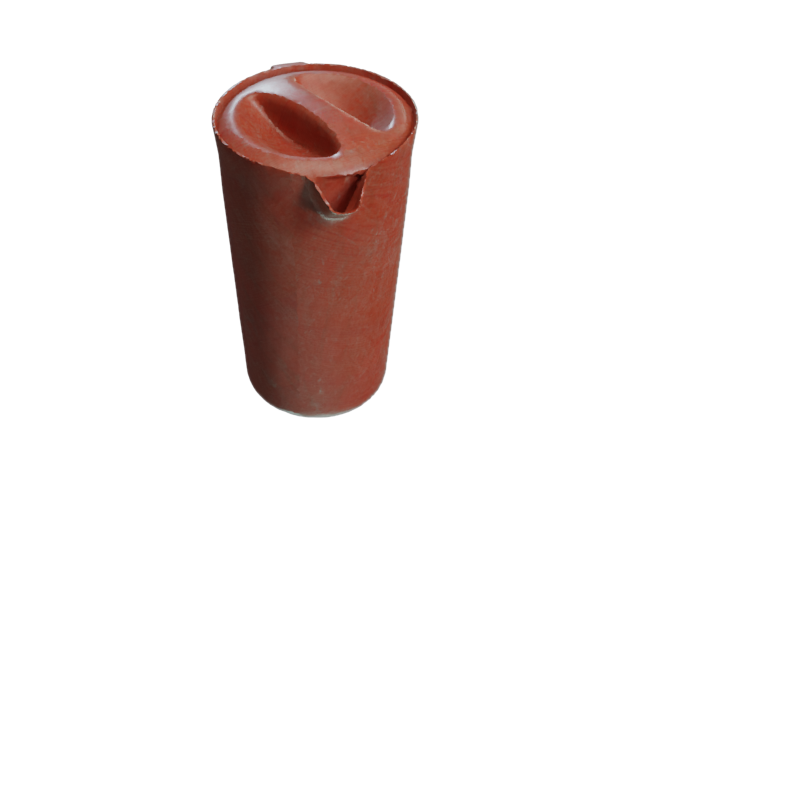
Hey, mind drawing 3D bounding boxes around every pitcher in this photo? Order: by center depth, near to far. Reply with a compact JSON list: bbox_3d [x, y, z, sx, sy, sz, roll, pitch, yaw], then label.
[{"bbox_3d":[-0.062,-0.113,0.793,0.151,0.226,0.153,22,46,20],"label":"pitcher"}]
